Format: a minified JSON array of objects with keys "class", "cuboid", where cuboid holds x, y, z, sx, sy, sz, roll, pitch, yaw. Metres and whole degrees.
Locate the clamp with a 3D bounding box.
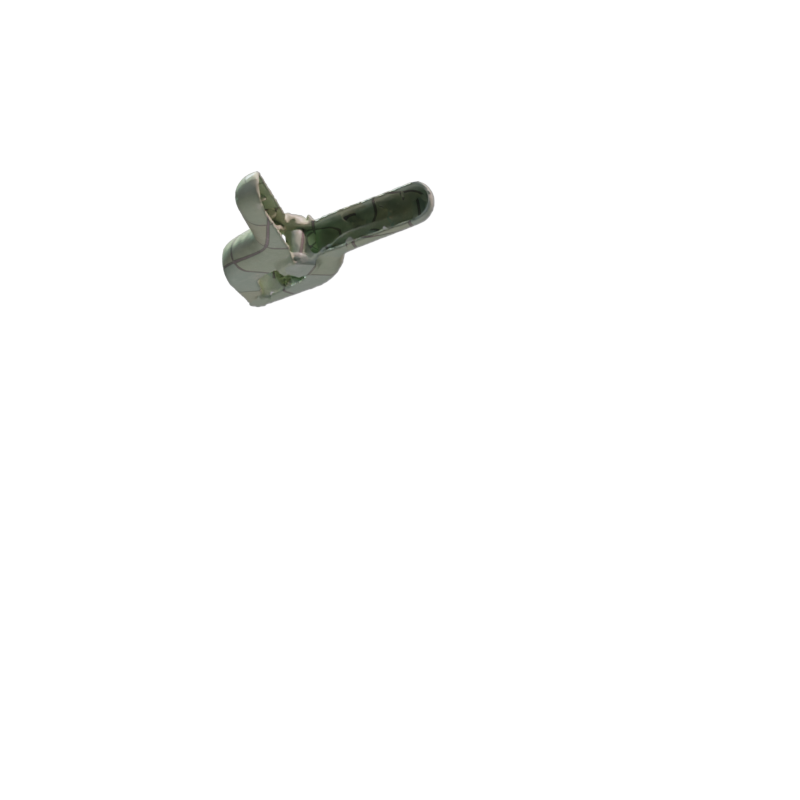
[{"class":"clamp","cuboid":[-0.054,-0.099,0.695,0.118,0.041,0.168,4,-14,-15]}]
